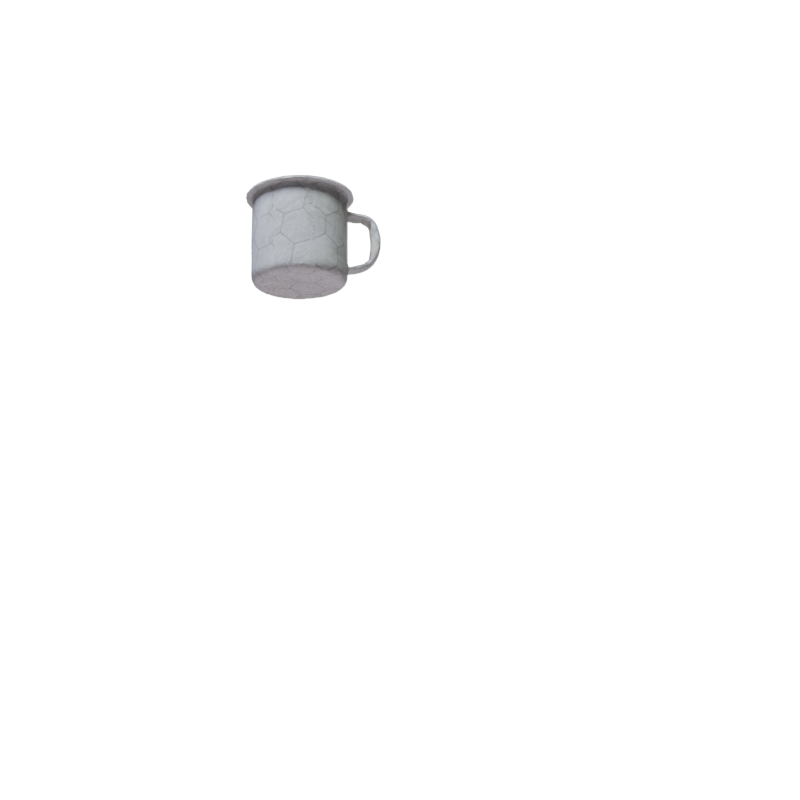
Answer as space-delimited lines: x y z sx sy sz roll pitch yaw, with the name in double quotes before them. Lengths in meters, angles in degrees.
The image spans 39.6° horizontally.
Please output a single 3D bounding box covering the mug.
"mug" -0.074 -0.136 0.950 0.115 0.085 0.091 4 -18 -13
